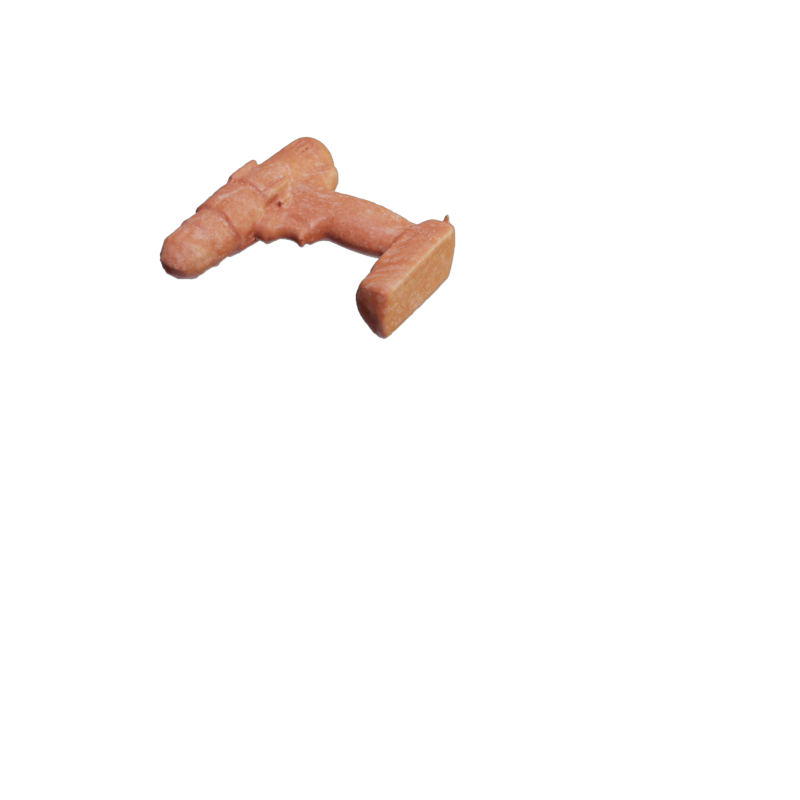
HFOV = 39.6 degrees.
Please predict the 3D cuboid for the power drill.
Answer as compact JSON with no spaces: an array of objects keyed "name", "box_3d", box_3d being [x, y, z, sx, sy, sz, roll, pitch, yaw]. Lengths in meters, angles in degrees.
[{"name":"power drill","box_3d":[-0.067,-0.123,0.860,0.198,0.053,0.188,30,54,24]}]
